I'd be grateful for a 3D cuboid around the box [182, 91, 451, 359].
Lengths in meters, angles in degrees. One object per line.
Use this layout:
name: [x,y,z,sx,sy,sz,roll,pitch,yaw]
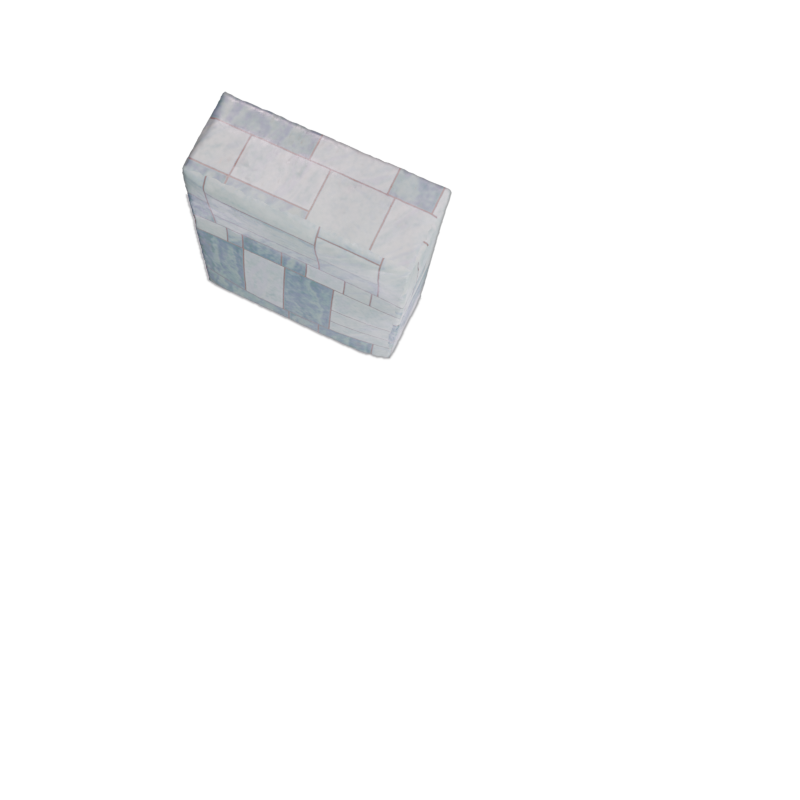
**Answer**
box: [-0.062,-0.113,0.793,0.167,0.074,0.206,25,-14,4]
